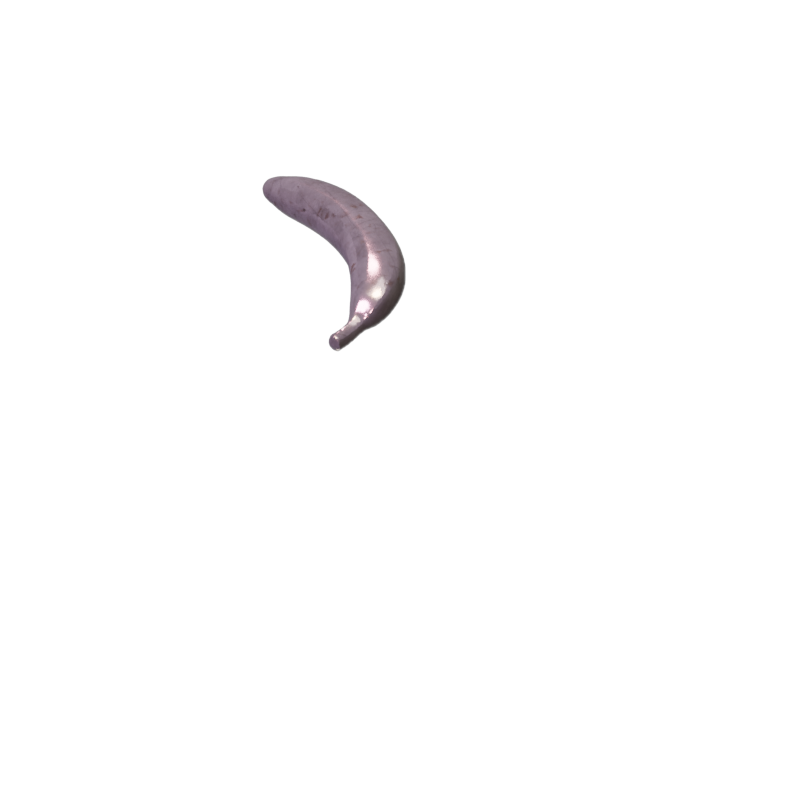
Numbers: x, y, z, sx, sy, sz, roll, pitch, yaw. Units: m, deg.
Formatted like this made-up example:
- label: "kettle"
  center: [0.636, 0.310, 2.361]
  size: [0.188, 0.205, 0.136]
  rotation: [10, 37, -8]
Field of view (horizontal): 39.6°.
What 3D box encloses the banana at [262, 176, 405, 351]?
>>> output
- label: "banana"
  center: [-0.041, -0.109, 0.762]
  size: [0.069, 0.034, 0.214]
  rotation: [-10, 39, -14]
